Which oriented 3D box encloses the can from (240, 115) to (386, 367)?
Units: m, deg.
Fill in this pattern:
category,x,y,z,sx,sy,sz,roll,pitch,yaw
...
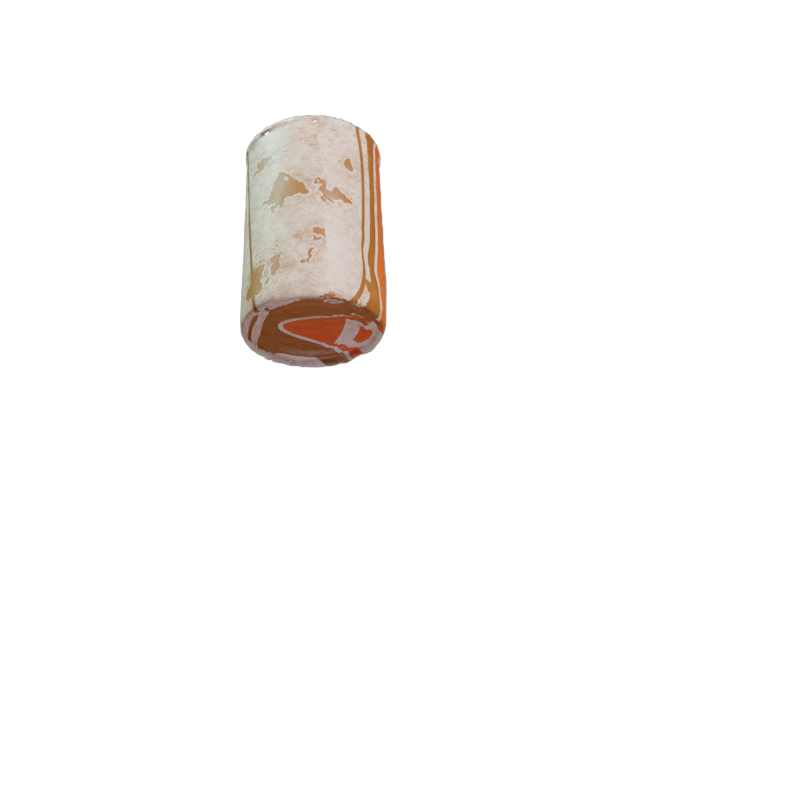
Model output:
category,x,y,z,sx,sy,sz,roll,pitch,yaw
can,-0.041,-0.076,0.529,0.068,0.109,0.064,-1,-32,-2
